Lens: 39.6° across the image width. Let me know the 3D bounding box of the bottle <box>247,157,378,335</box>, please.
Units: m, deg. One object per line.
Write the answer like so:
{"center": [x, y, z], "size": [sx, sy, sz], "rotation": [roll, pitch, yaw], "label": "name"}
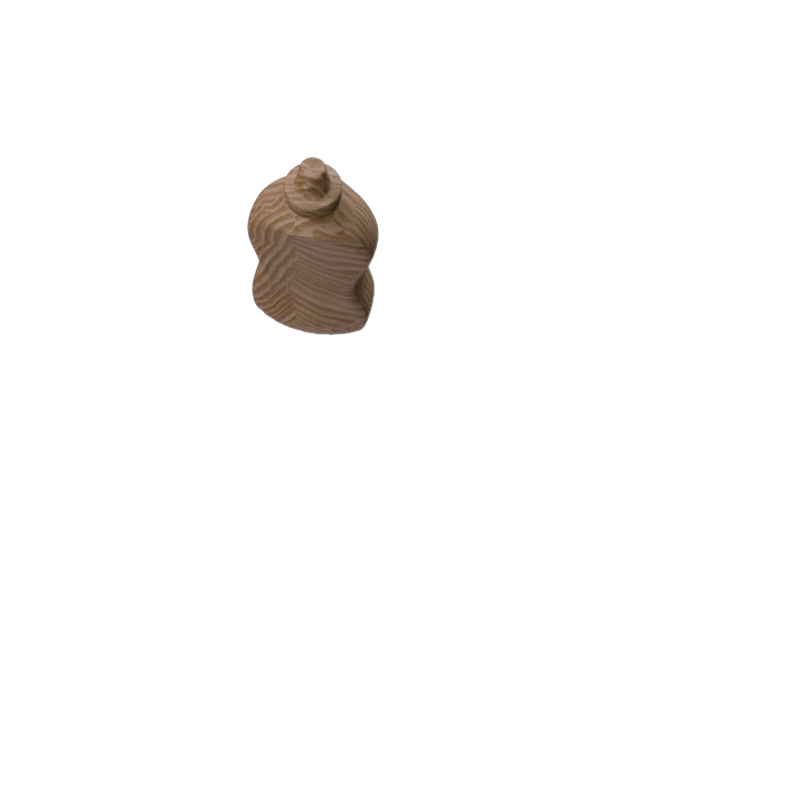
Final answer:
{"center": [-0.065, -0.118, 0.827], "size": [0.097, 0.061, 0.180], "rotation": [16, -27, 5], "label": "bottle"}
